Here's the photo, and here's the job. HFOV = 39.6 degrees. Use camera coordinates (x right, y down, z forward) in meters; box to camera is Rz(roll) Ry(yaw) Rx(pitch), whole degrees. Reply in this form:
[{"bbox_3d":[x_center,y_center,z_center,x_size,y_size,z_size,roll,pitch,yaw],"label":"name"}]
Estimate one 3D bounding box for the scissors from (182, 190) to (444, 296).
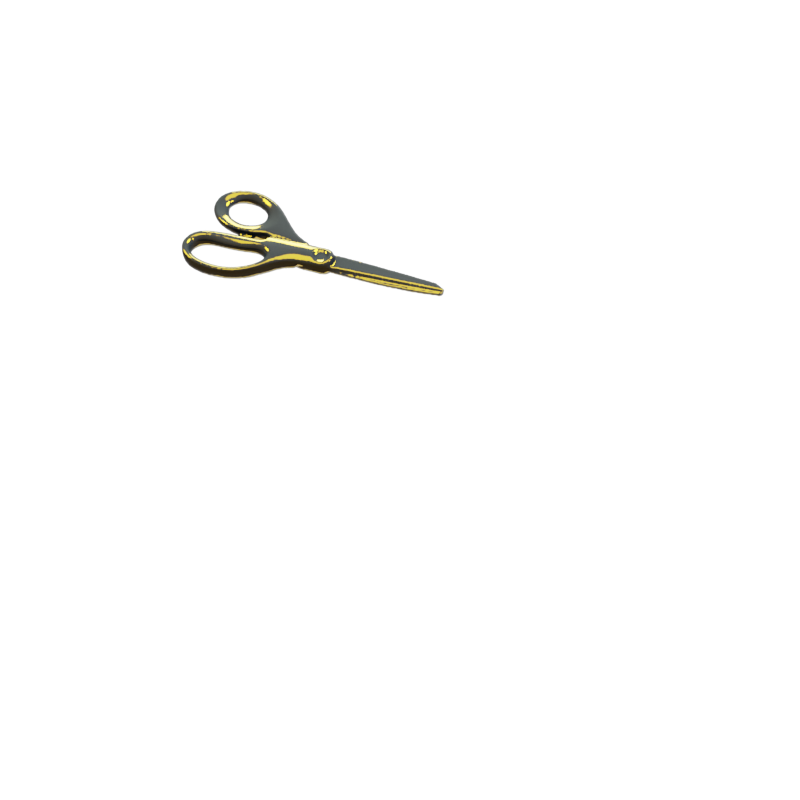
[{"bbox_3d":[-0.068,-0.124,0.866,0.202,0.103,0.015,3,-39,2],"label":"scissors"}]
